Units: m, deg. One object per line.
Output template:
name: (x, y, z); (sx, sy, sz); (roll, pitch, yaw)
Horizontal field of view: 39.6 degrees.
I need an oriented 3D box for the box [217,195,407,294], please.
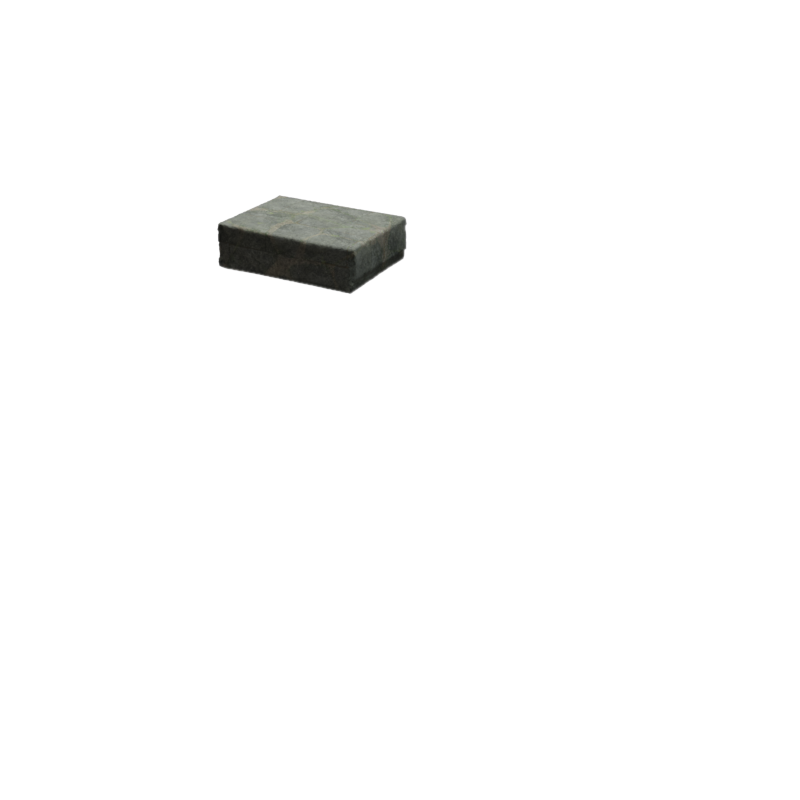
box: (-0.064, -0.116, 0.815); (0.118, 0.037, 0.090); (11, 25, 24)
